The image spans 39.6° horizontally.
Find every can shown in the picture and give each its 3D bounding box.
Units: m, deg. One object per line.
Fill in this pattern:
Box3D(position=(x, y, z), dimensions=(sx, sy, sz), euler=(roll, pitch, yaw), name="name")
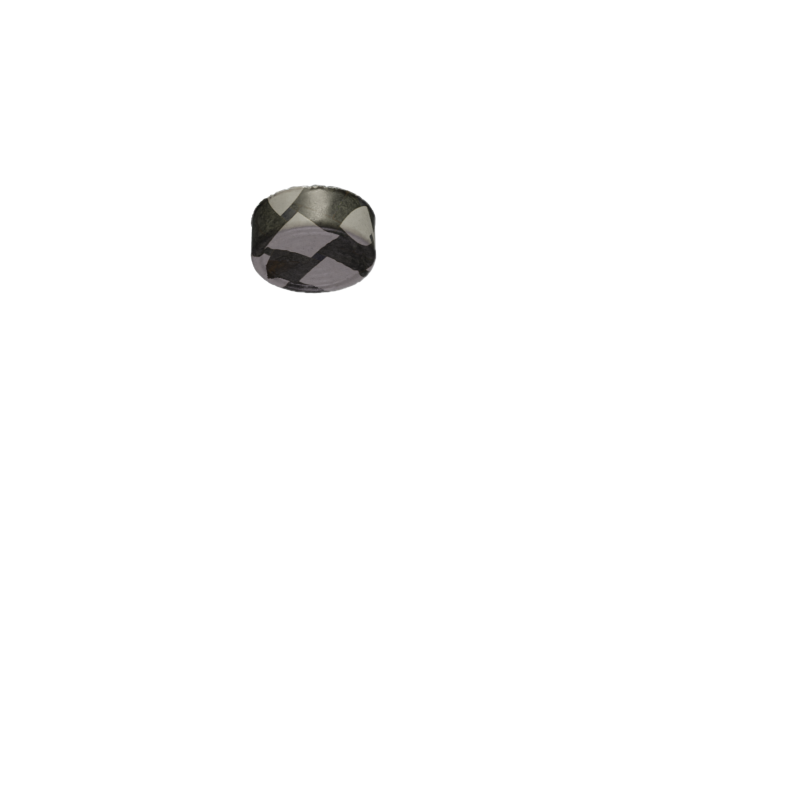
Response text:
Box3D(position=(-0.059, -0.107, 0.752), dimensions=(0.086, 0.036, 0.081), euler=(1, -29, -2), name="can")
